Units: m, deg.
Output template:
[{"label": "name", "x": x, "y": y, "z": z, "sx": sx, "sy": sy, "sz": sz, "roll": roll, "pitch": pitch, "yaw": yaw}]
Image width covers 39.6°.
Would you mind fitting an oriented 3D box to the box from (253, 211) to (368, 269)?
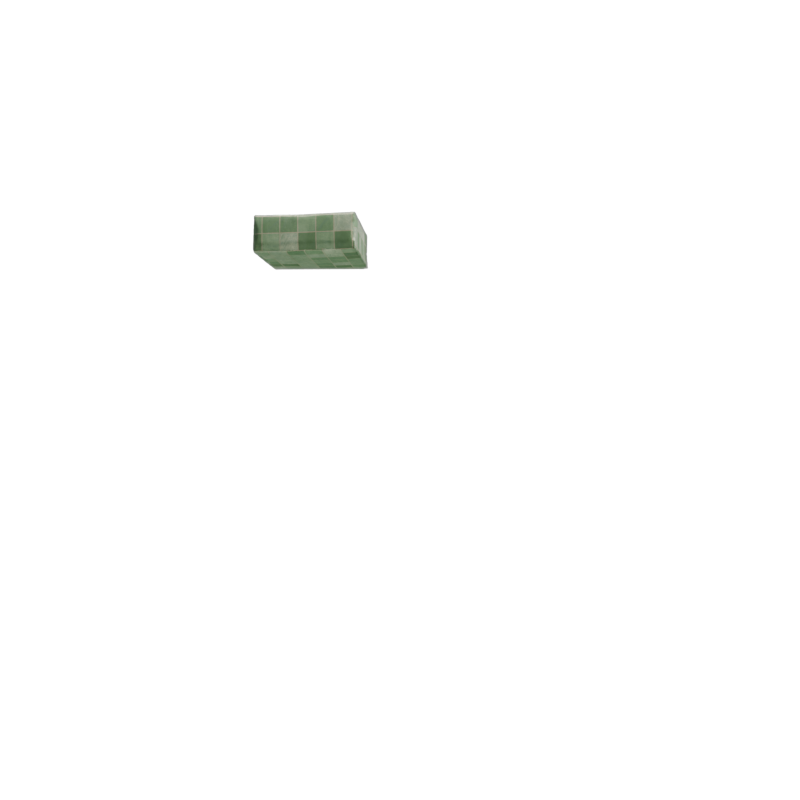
[{"label": "box", "x": -0.064, "y": -0.116, "z": 0.815, "sx": 0.074, "sy": 0.031, "sz": 0.087, "roll": 0, "pitch": -3, "yaw": 6}]
